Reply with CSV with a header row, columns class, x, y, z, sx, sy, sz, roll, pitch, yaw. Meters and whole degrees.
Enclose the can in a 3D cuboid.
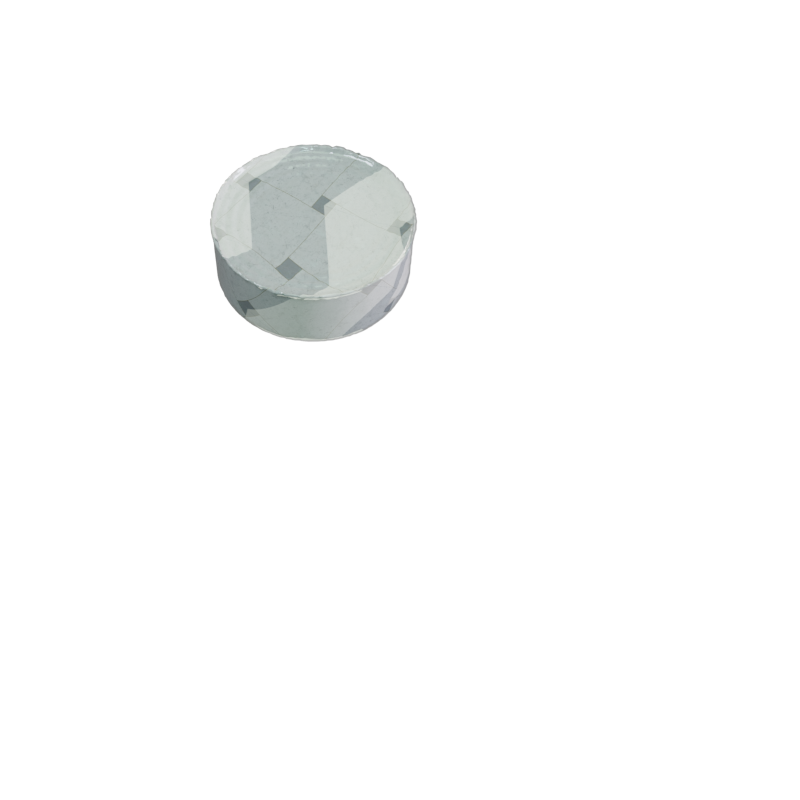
class,x,y,z,sx,sy,sz,roll,pitch,yaw
can,-0.037,-0.067,0.472,0.086,0.092,0.031,-1,-38,-1
